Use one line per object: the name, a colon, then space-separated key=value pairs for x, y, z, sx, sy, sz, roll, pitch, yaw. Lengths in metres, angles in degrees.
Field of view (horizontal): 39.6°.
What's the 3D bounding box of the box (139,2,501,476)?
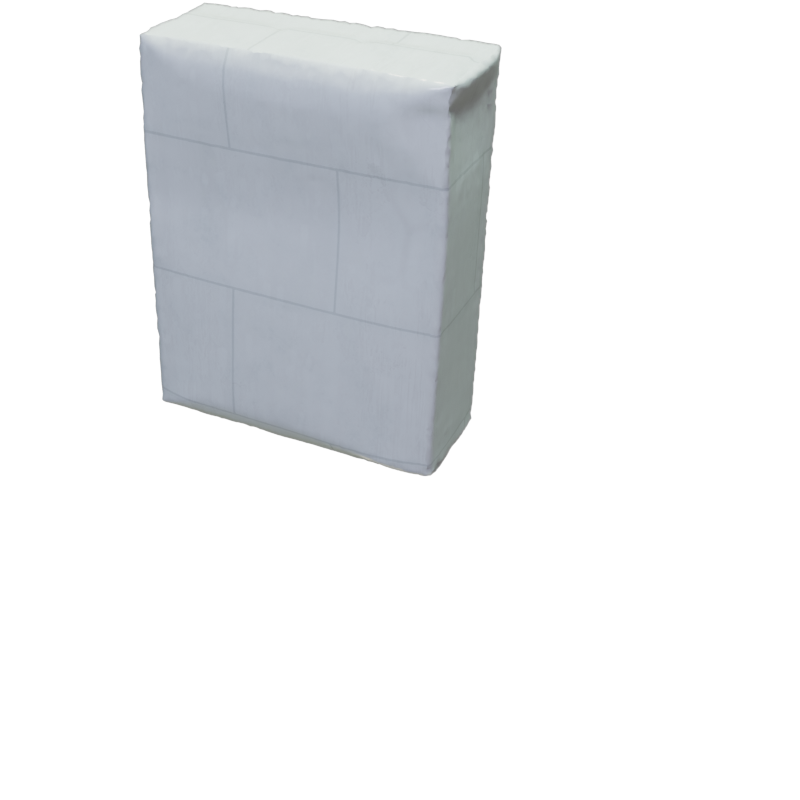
box: x=-0.044 y=-0.081 z=0.564 sx=0.171 sy=0.201 sz=0.073 roll=15 pitch=32 yaw=22
